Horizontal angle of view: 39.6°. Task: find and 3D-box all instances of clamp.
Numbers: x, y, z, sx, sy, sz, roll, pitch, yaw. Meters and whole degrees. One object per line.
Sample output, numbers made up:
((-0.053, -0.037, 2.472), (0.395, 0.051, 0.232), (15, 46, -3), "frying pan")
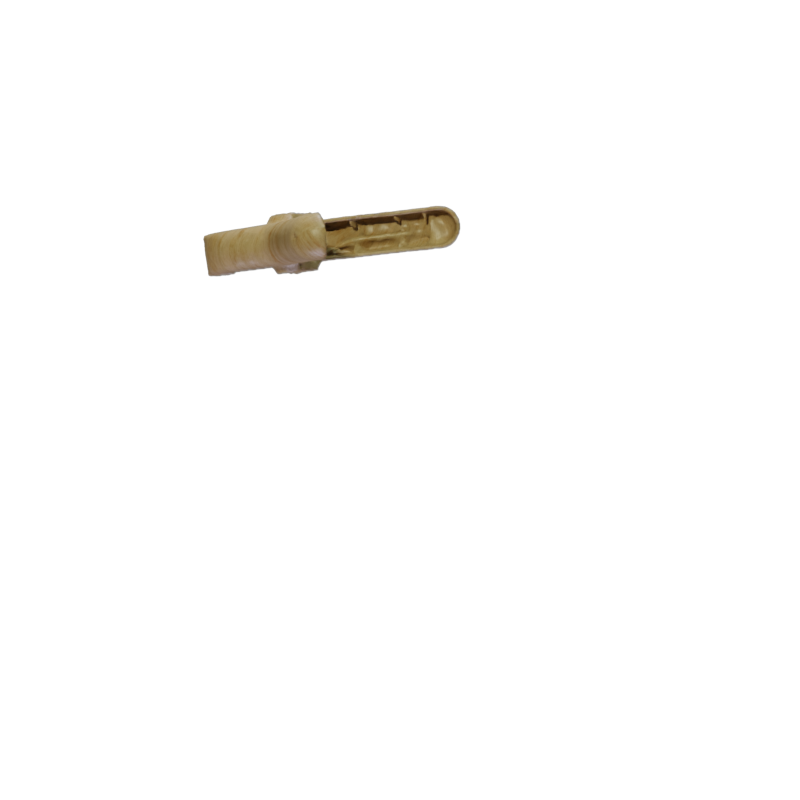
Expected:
((-0.052, -0.095, 0.664), (0.116, 0.039, 0.178), (-3, 6, -36), "clamp")
